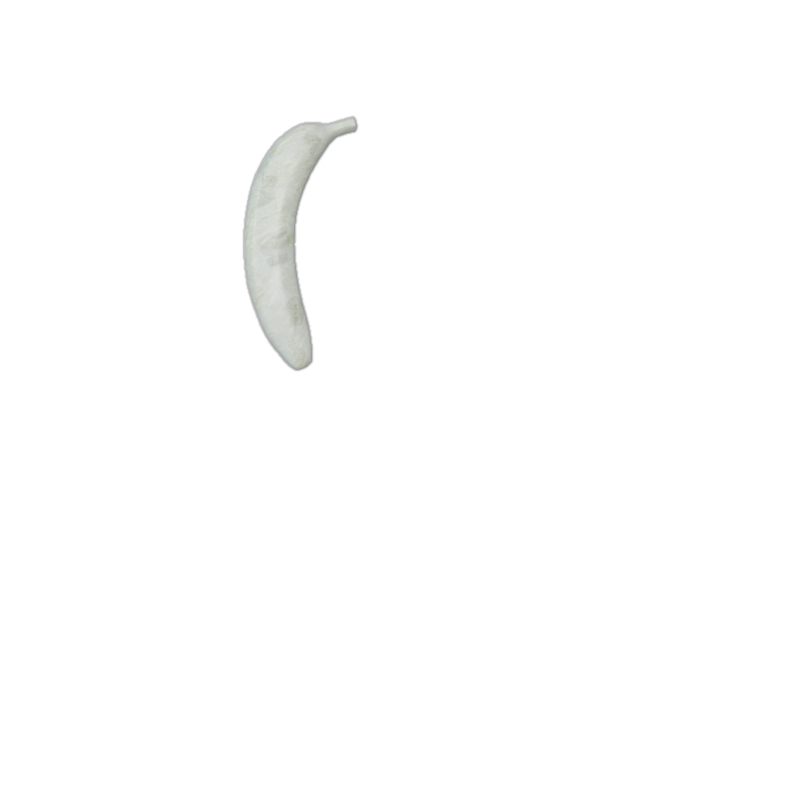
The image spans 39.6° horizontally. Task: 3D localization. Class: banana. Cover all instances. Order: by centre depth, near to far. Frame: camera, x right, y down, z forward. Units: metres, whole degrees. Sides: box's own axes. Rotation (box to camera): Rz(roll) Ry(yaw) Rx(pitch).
[{"bbox_3d":[-0.082,-0.125,0.823,0.070,0.202,0.036,10,-9,1],"label":"banana"}]
